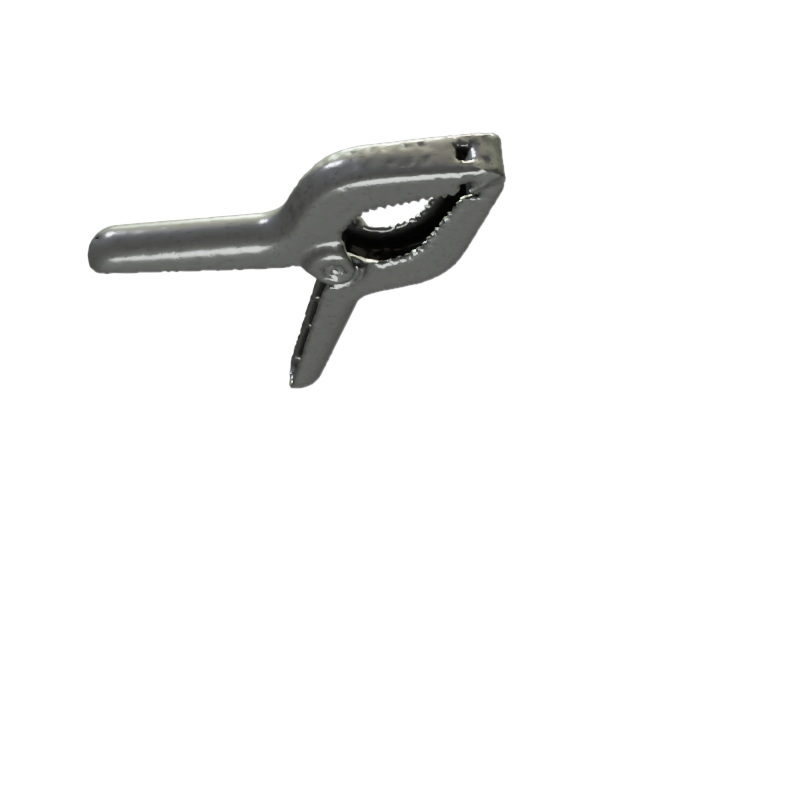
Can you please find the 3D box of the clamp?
[{"bbox_3d":[-0.044,-0.080,0.558,0.154,0.039,0.209,28,-42,-35],"label":"clamp"}]
